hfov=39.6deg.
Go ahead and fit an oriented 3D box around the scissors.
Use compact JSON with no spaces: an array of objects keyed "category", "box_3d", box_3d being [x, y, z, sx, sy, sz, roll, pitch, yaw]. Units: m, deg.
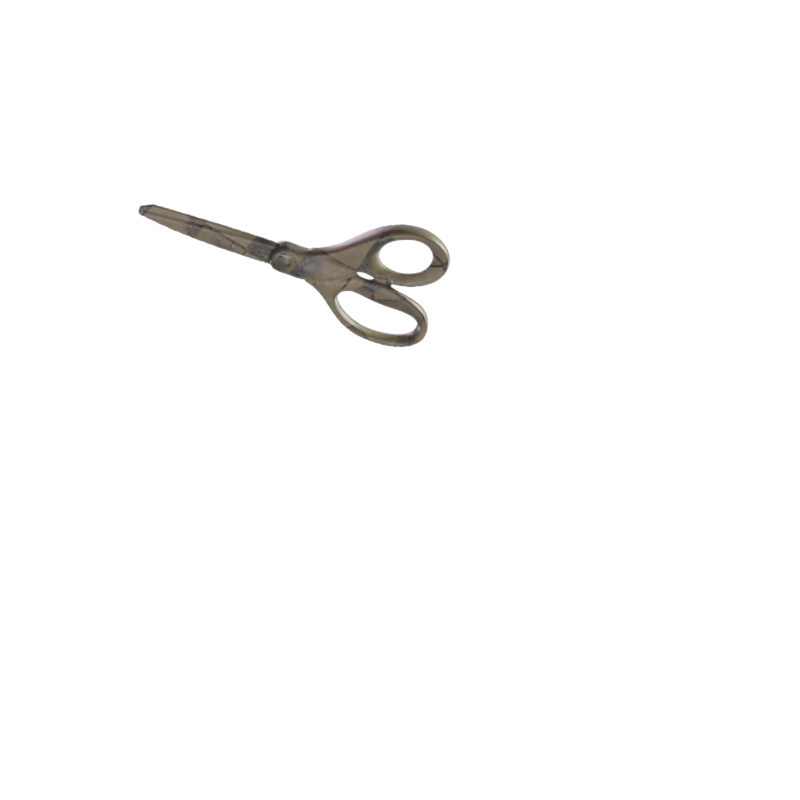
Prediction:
[{"category":"scissors","box_3d":[-0.055,-0.100,0.698,0.193,0.094,0.017,32,27,-19]}]
